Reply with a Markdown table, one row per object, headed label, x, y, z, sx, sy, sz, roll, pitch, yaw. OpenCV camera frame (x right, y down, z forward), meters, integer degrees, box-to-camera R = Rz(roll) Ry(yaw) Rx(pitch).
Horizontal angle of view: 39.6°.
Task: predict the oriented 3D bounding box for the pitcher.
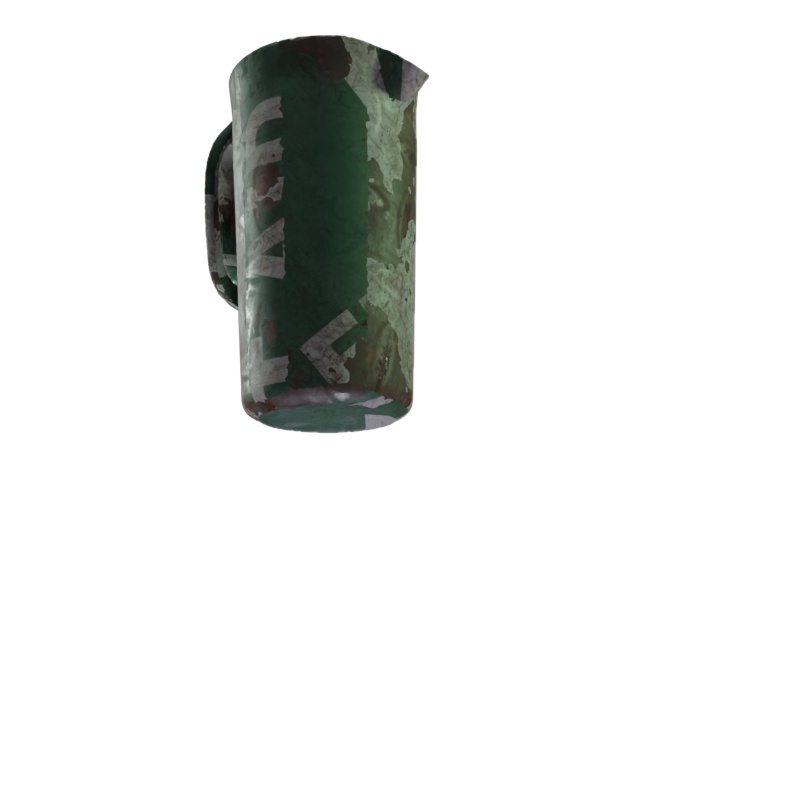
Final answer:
| label | x | y | z | sx | sy | sz | roll | pitch | yaw |
| --- | --- | --- | --- | --- | --- | --- | --- | --- | --- |
| pitcher | -0.058 | -0.106 | 0.740 | 0.143 | 0.254 | 0.144 | 2 | -19 | -9 |
